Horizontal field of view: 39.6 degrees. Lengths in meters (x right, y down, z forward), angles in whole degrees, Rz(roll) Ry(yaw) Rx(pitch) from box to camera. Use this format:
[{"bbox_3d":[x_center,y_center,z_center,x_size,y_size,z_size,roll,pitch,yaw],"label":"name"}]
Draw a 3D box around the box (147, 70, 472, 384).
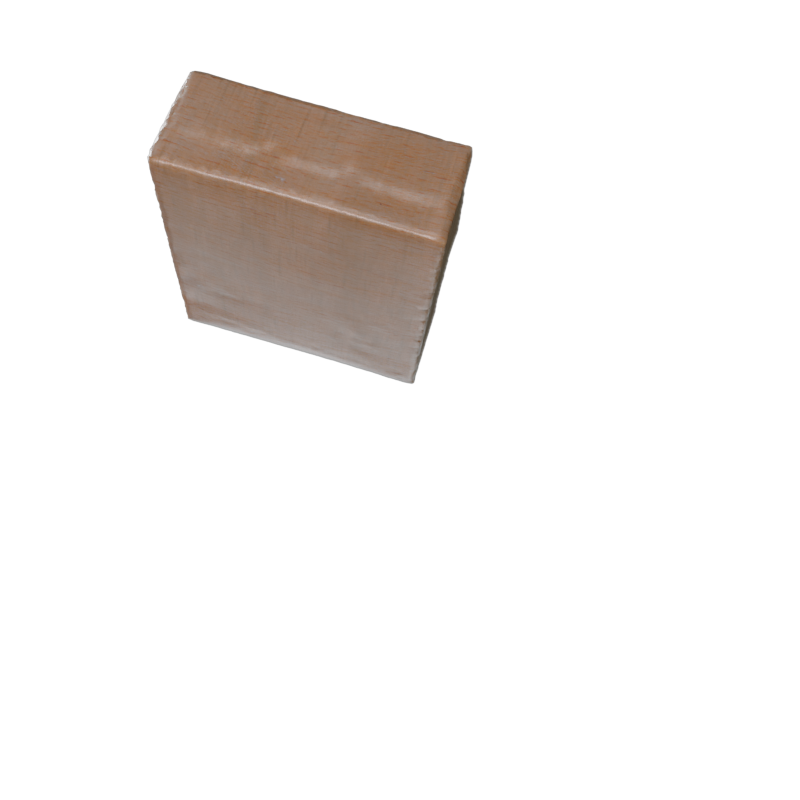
[{"bbox_3d":[-0.053,-0.096,0.673,0.166,0.075,0.203,17,-21,5],"label":"box"}]
